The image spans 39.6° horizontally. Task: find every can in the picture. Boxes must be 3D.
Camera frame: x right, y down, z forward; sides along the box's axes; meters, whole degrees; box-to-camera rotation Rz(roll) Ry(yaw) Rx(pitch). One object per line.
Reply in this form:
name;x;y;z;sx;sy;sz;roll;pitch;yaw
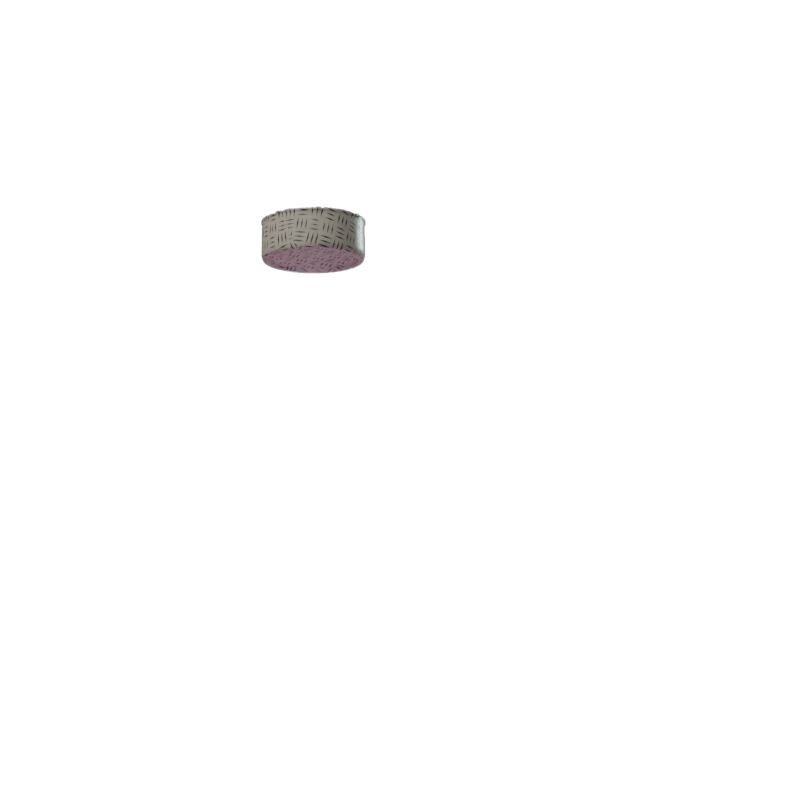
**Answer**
can;-0.071;-0.129;0.905;0.086;0.035;0.084;0;-9;-2
